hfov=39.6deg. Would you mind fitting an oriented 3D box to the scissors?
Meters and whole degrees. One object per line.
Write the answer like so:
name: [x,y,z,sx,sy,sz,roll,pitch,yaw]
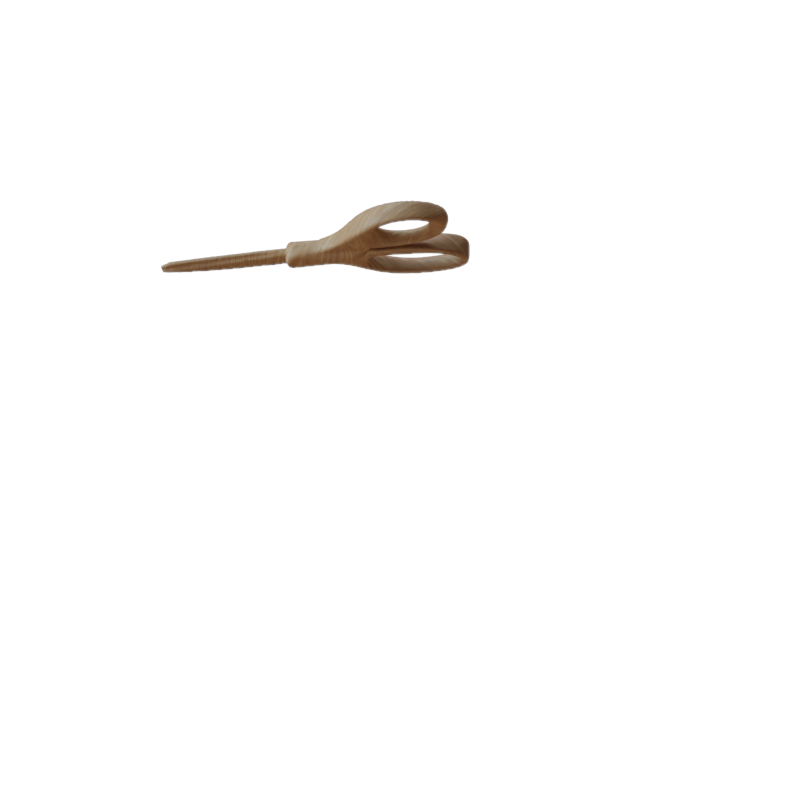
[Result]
scissors: [-0.055,-0.100,0.700,0.201,0.017,0.092,0,-18,-1]
